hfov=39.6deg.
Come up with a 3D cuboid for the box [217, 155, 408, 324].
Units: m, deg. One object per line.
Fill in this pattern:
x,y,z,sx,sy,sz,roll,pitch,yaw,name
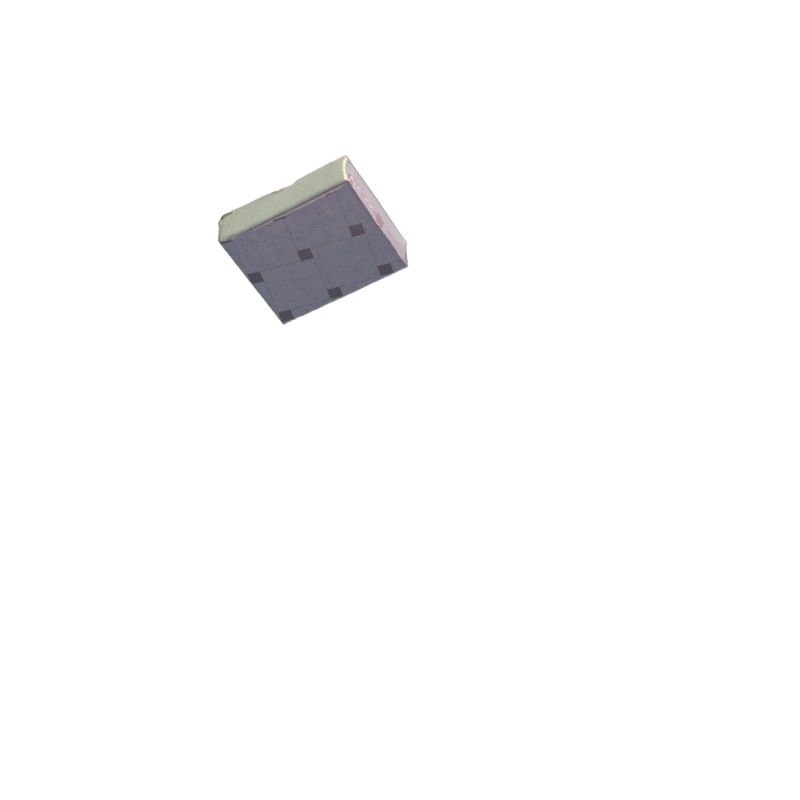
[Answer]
-0.051,-0.093,0.650,0.089,0.068,0.032,-23,37,18,box
